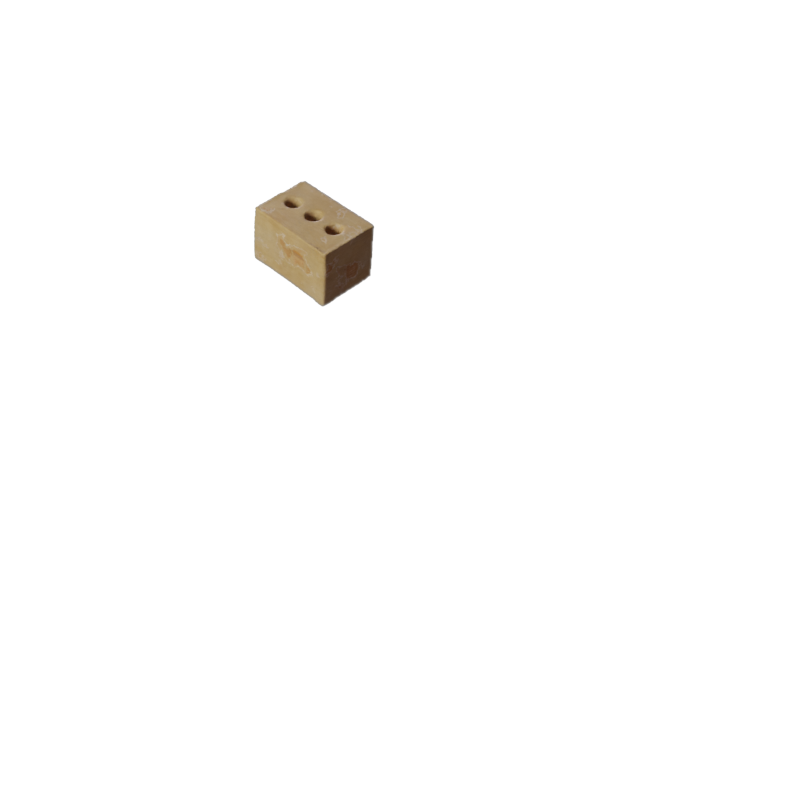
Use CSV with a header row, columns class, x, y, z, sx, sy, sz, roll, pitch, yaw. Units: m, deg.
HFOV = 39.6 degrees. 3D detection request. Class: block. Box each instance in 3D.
class,x,y,z,sx,sy,sz,roll,pitch,yaw
block,-0.065,-0.118,0.827,0.053,0.048,0.083,-34,53,-31
